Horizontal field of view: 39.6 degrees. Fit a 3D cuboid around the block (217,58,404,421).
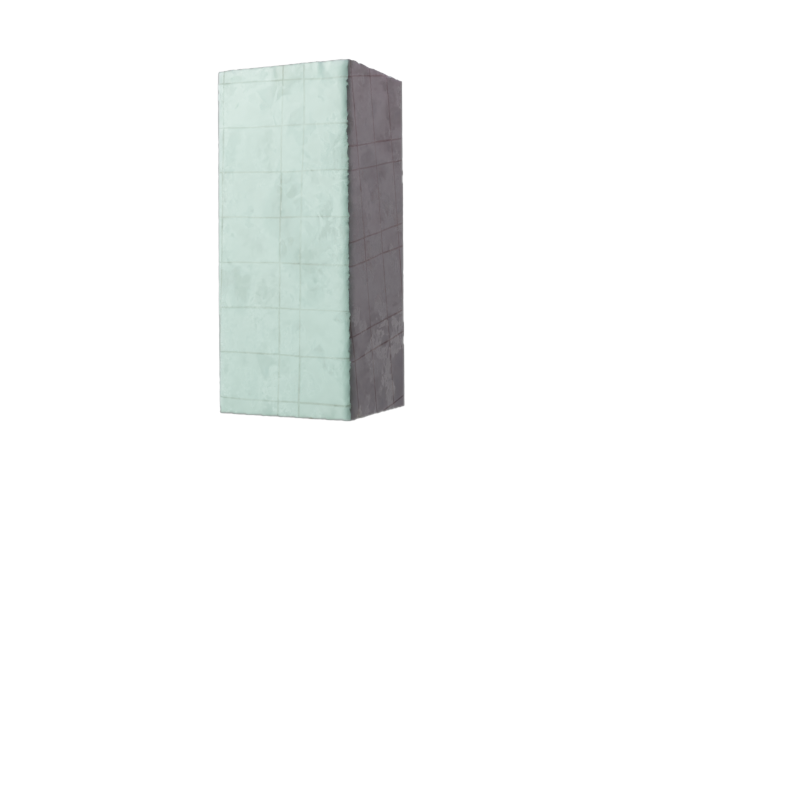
[{"bbox_3d":[-0.054,-0.098,0.686,0.093,0.207,0.087,0,0,24],"label":"block"}]
